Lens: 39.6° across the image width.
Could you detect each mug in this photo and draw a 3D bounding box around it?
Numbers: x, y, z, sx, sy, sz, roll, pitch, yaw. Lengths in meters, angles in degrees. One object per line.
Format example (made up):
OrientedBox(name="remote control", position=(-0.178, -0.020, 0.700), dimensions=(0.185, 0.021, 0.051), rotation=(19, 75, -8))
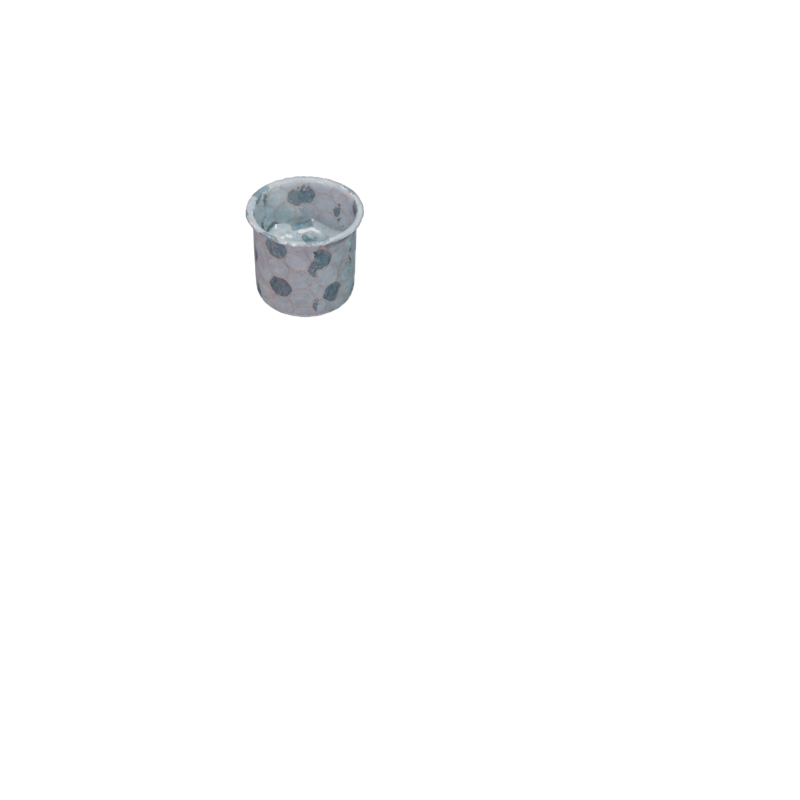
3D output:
OrientedBox(name="mug", position=(-0.071, -0.129, 0.902), dimensions=(0.098, 0.076, 0.120), rotation=(23, 46, 22))
